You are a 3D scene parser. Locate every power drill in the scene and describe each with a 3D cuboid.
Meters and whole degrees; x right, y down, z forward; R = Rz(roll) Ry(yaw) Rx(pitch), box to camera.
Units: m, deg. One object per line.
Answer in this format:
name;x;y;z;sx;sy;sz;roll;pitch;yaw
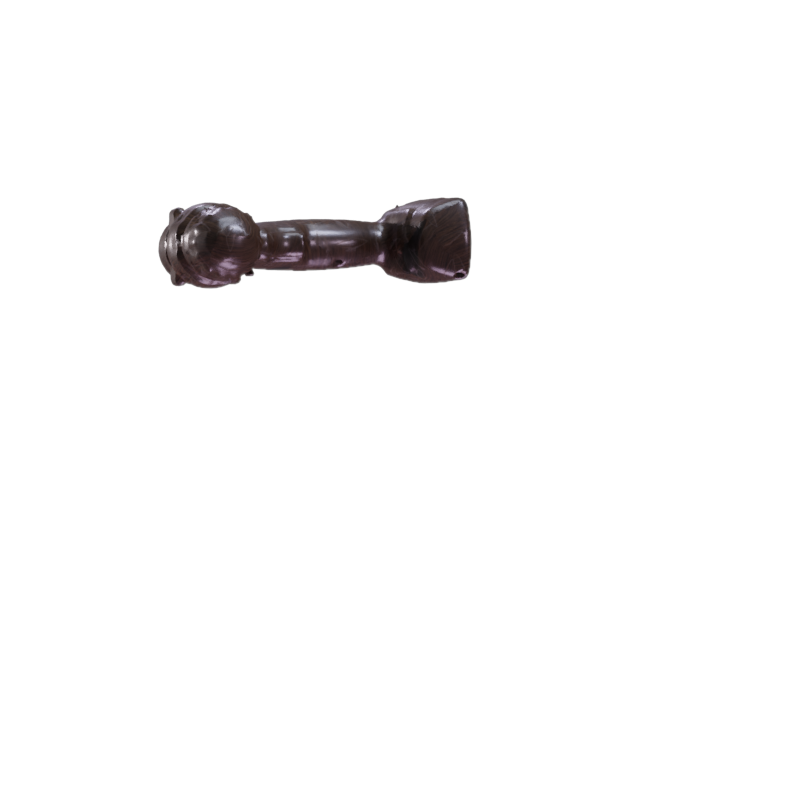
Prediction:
power drill;-0.055;-0.100;0.701;0.184;0.057;0.190;-2;8;-16
